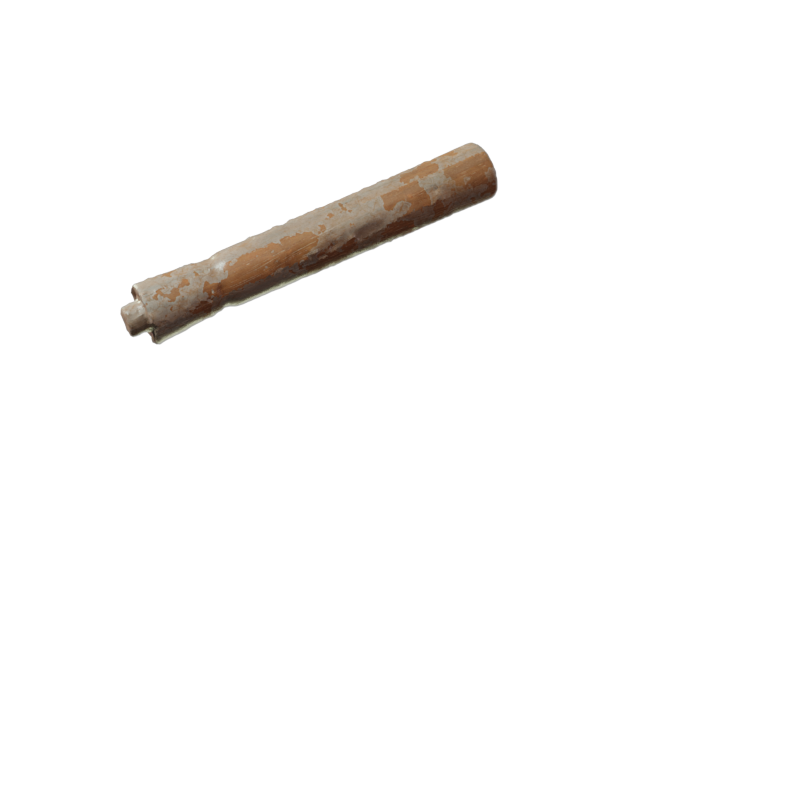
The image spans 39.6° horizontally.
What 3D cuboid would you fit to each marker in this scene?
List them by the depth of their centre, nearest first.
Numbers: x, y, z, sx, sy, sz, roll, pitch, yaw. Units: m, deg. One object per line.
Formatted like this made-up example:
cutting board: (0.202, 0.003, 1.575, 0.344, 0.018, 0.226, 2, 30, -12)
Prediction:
marker: (-0.026, -0.047, 0.330, 0.120, 0.019, 0.020, -26, 13, -17)
